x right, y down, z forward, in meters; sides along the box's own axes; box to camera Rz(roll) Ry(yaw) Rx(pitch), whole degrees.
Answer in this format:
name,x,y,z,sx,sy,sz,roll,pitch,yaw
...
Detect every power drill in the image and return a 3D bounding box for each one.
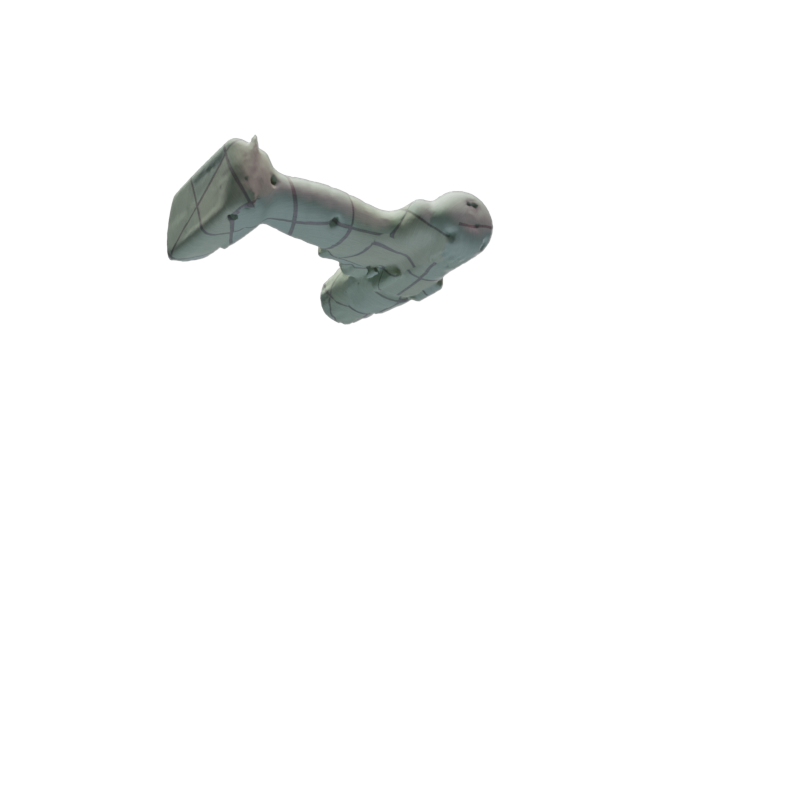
name,x,y,z,sx,sy,sz,roll,pitch,yaw
power drill,-0.059,-0.108,0.756,0.179,0.060,0.183,11,-23,-29
